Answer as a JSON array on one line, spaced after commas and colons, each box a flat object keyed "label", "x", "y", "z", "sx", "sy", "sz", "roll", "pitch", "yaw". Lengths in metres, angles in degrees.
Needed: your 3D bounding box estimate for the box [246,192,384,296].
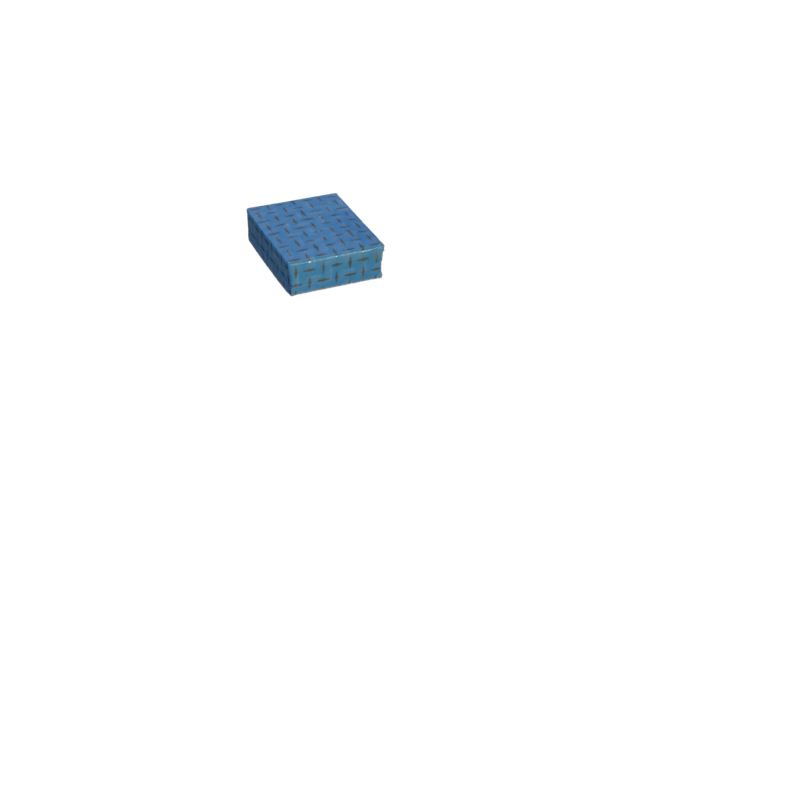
[{"label": "box", "x": -0.077, "y": -0.141, "z": 0.986, "sx": 0.089, "sy": 0.036, "sz": 0.123, "roll": -14, "pitch": 39, "yaw": -19}]
